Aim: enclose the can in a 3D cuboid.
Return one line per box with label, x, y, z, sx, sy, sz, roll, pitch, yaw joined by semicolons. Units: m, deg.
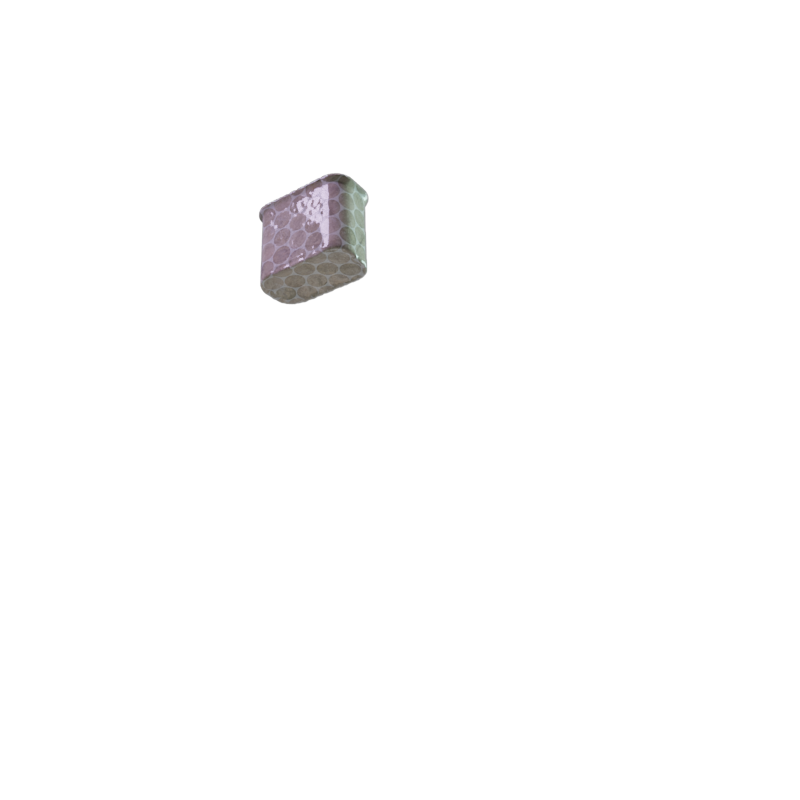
can;-0.078;-0.141;0.991;0.103;0.090;0.053;-21;-39;27
